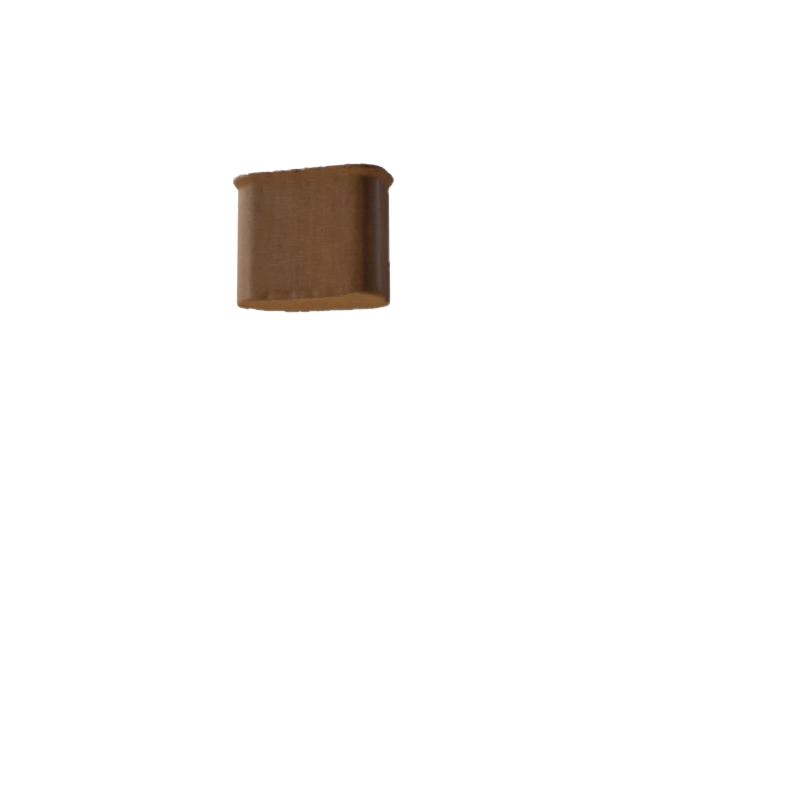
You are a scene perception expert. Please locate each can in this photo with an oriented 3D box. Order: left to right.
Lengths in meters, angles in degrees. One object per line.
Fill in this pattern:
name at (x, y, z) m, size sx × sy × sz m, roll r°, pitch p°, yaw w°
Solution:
can at (-0.056, -0.102, 0.711) m, size 0.104 × 0.086 × 0.055 m, roll -2°, pitch -9°, yaw 17°
